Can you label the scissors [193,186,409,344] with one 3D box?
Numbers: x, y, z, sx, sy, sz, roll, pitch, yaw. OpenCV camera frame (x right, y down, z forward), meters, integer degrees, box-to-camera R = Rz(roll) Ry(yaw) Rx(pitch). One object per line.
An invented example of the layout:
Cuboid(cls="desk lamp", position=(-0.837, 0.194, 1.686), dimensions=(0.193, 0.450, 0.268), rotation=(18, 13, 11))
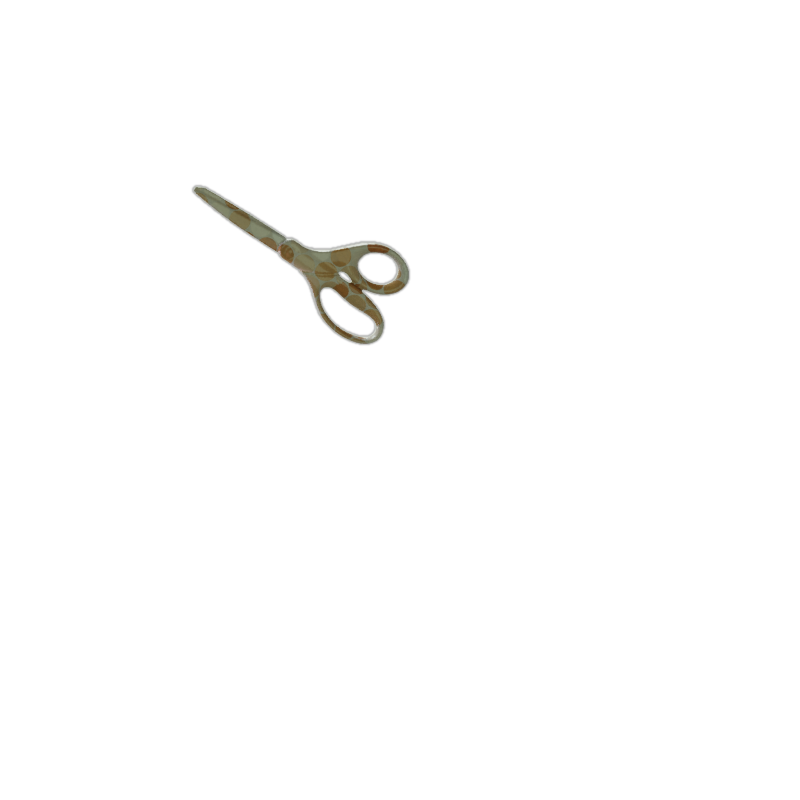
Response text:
Cuboid(cls="scissors", position=(-0.074, -0.134, 0.942), dimensions=(0.096, 0.198, 0.016), rotation=(-41, 7, 6))
